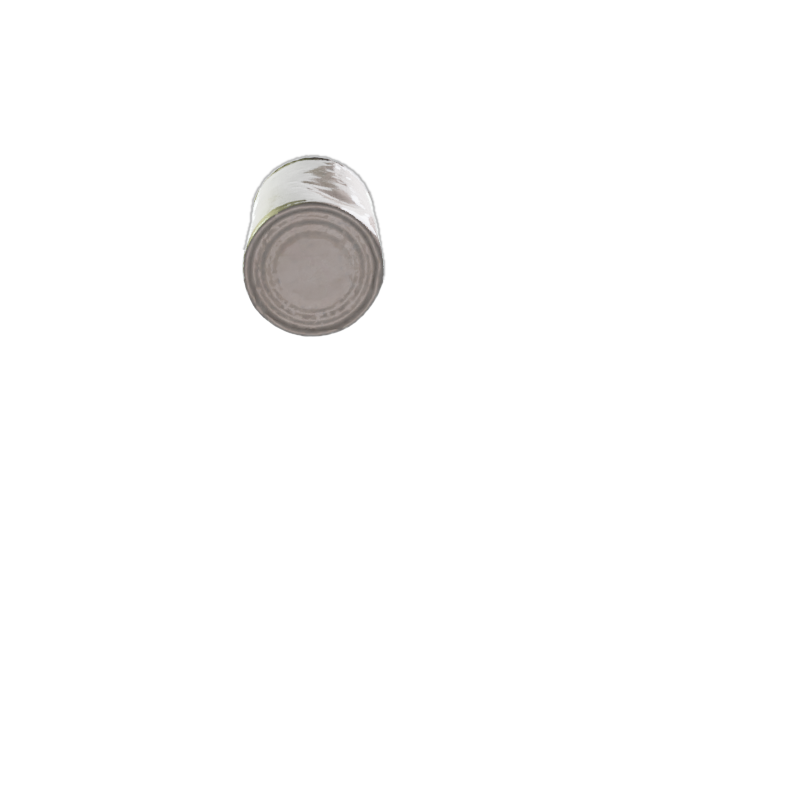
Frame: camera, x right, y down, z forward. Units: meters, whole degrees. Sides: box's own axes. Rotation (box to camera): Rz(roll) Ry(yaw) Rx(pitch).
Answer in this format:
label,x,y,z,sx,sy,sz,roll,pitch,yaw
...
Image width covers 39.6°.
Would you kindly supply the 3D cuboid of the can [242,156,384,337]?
label,x,y,z,sx,sy,sz,roll,pitch,yaw
can,-0.044,-0.080,0.562,0.068,0.066,0.107,0,21,-3
